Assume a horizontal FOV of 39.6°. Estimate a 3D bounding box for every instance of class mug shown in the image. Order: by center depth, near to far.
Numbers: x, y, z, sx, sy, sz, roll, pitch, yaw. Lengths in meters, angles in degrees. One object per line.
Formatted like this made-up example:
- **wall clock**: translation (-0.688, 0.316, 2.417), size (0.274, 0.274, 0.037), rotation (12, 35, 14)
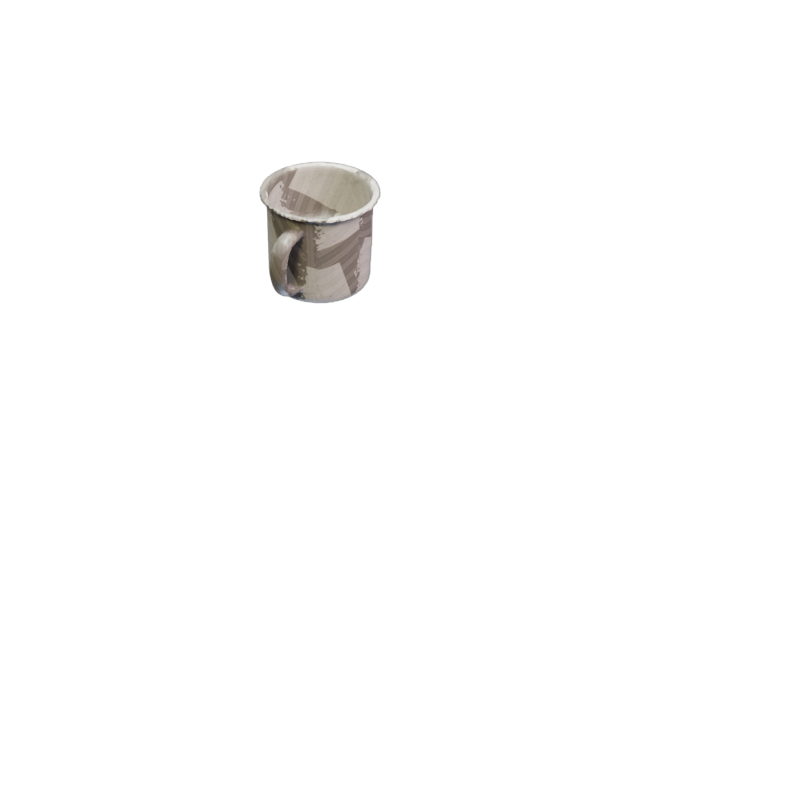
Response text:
- **mug**: translation (-0.067, -0.123, 0.861), size (0.096, 0.076, 0.121), rotation (14, 39, 17)
